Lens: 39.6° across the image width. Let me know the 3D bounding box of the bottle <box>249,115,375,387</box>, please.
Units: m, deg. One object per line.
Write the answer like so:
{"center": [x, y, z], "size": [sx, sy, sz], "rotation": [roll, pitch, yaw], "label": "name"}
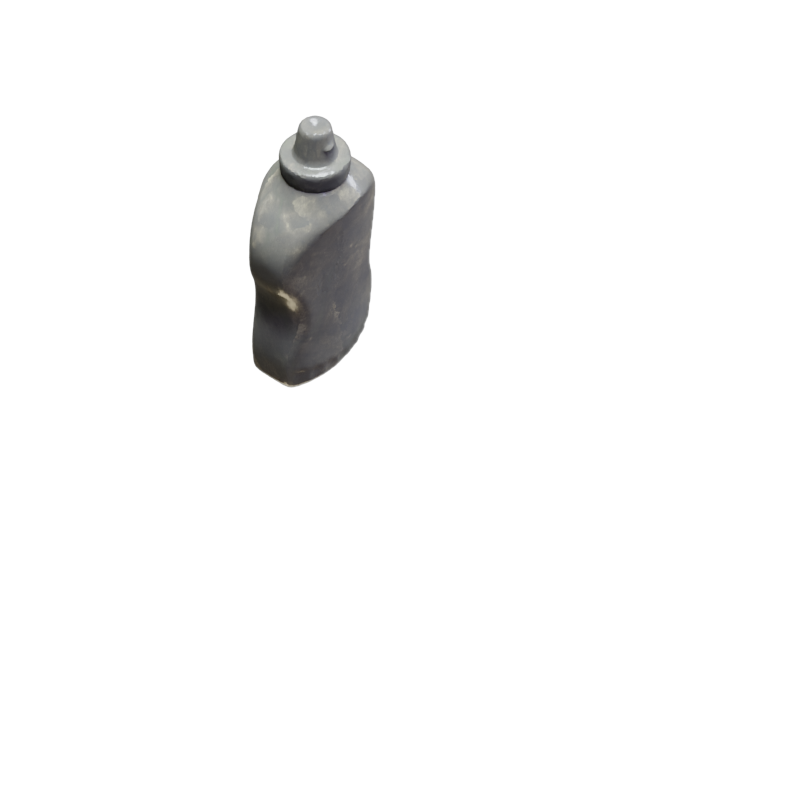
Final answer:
{"center": [-0.053, -0.097, 0.681], "size": [0.061, 0.098, 0.179], "rotation": [31, -34, 19], "label": "bottle"}
